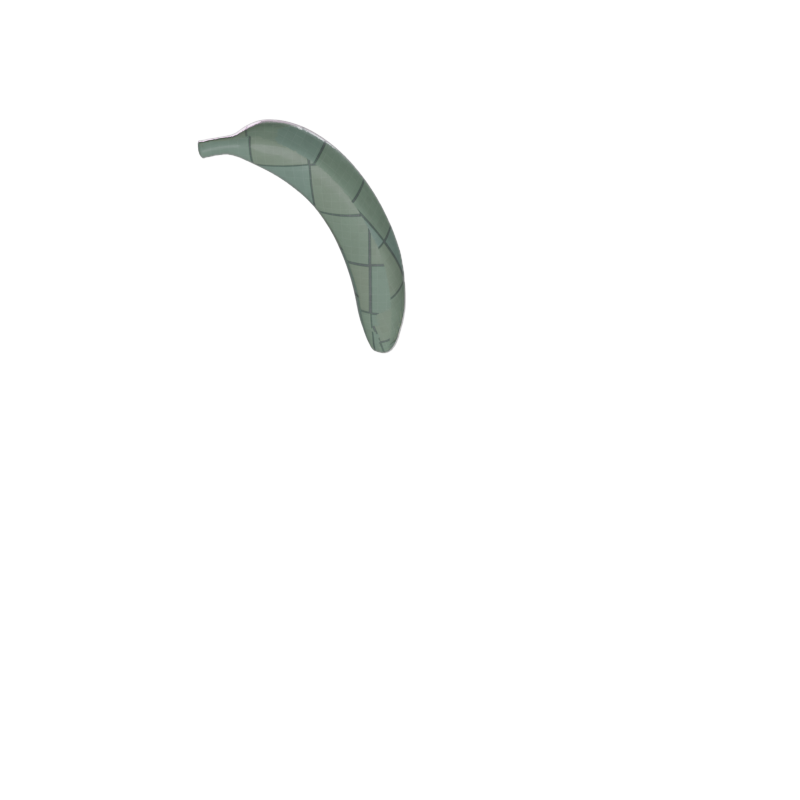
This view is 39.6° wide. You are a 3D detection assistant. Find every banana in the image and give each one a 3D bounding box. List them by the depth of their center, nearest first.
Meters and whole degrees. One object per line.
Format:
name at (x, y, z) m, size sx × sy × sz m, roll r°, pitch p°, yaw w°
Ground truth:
banana at (-0.045, -0.117, 0.727) m, size 0.069 × 0.188 × 0.039 m, roll -35°, pitch 21°, yaw 16°
